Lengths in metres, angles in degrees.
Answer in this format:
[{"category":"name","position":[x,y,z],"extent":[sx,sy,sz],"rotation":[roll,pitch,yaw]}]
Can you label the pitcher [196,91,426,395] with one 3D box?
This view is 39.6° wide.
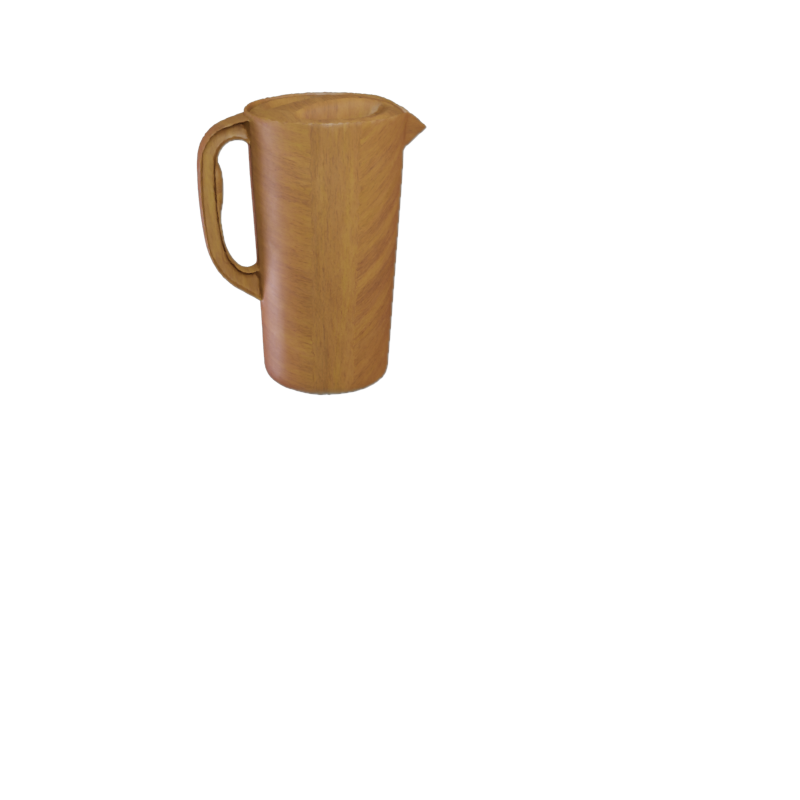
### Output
[{"category":"pitcher","position":[-0.073,-0.133,0.929],"extent":[0.156,0.233,0.145],"rotation":[13,23,29]}]
